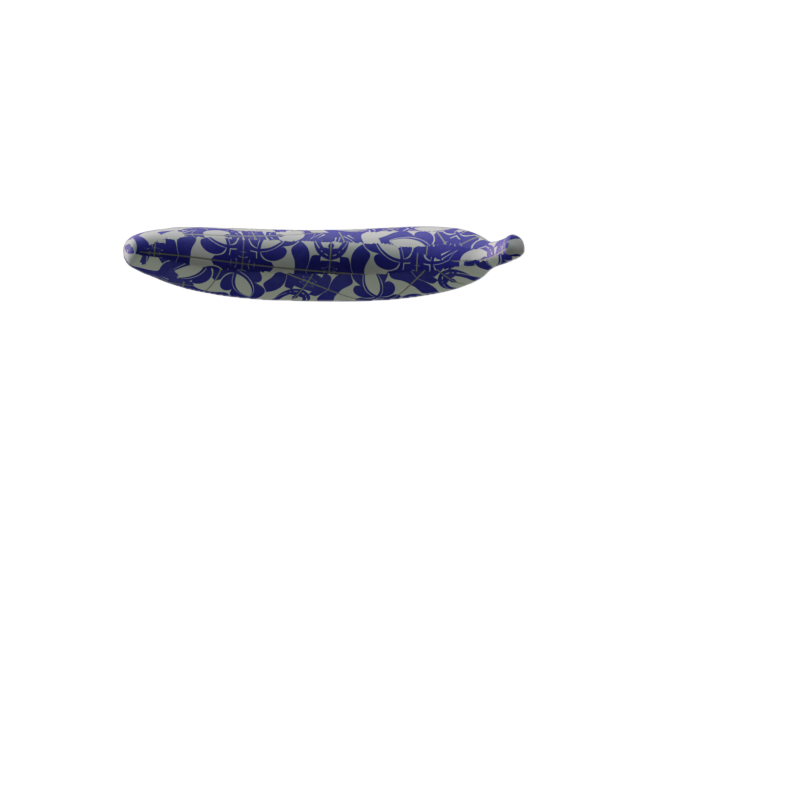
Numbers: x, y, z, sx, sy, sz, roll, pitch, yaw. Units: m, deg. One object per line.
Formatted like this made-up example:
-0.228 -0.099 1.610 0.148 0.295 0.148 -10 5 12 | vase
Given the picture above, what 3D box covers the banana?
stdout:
-0.039 -0.074 0.572 0.199 0.038 0.066 -2 -18 5 | banana
